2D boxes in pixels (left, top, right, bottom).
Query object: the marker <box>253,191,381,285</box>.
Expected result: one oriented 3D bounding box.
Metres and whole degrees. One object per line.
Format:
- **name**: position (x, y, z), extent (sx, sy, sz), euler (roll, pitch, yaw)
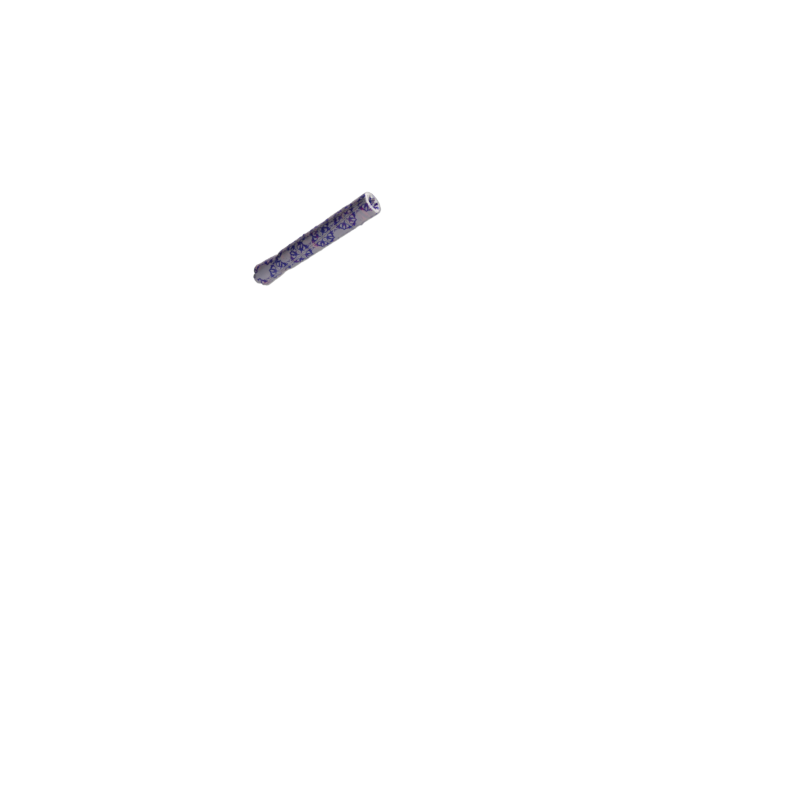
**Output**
- **marker**: position (-0.067, -0.122, 0.852), extent (0.120, 0.020, 0.019), euler (-29, -11, 28)
